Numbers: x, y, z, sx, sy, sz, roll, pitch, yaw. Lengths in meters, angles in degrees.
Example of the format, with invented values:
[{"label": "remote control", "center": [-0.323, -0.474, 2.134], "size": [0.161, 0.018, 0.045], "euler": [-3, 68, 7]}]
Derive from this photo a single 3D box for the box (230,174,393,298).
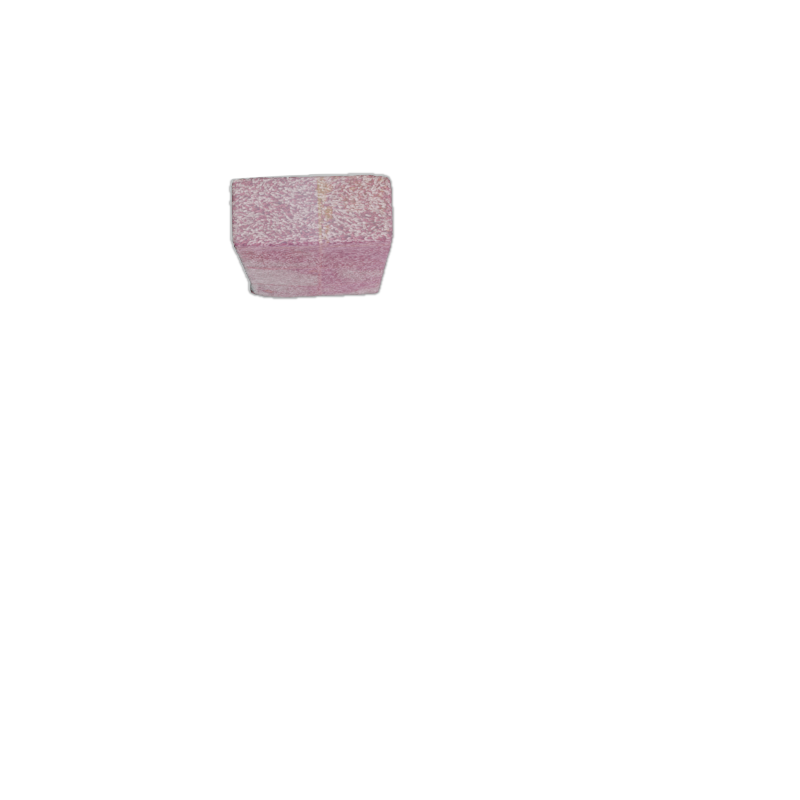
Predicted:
[{"label": "box", "center": [-0.055, -0.101, 0.705], "size": [0.093, 0.049, 0.172], "euler": [-1, -7, -4]}]
